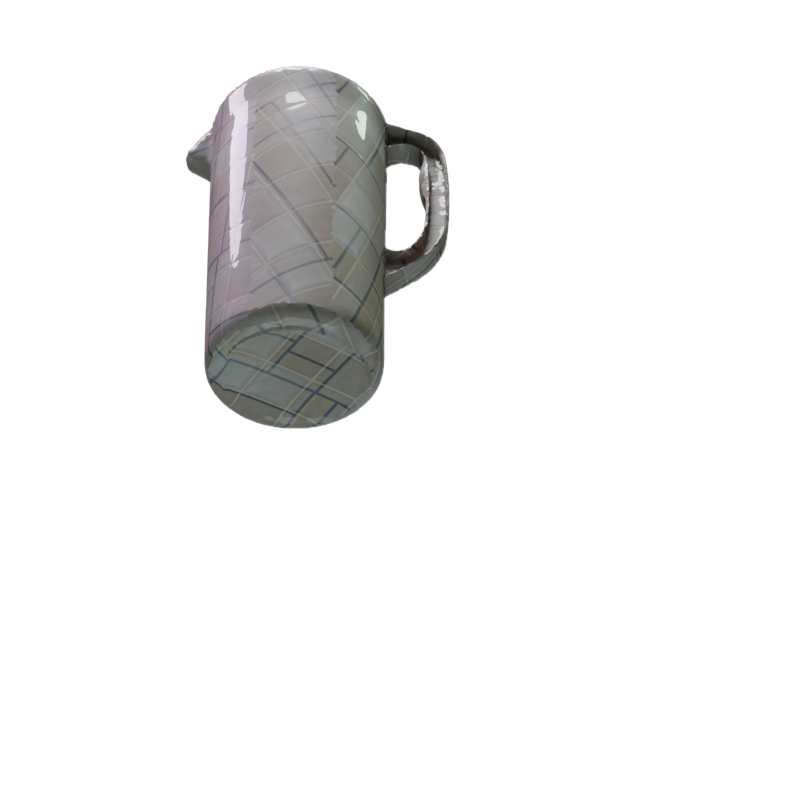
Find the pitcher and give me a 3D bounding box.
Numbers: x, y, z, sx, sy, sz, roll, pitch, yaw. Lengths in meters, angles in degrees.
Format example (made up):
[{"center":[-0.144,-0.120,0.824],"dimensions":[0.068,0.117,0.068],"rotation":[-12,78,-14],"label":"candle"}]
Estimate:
[{"center":[-0.058,-0.106,0.743],"dimensions":[0.136,0.261,0.147],"rotation":[33,-54,-32],"label":"pitcher"}]
